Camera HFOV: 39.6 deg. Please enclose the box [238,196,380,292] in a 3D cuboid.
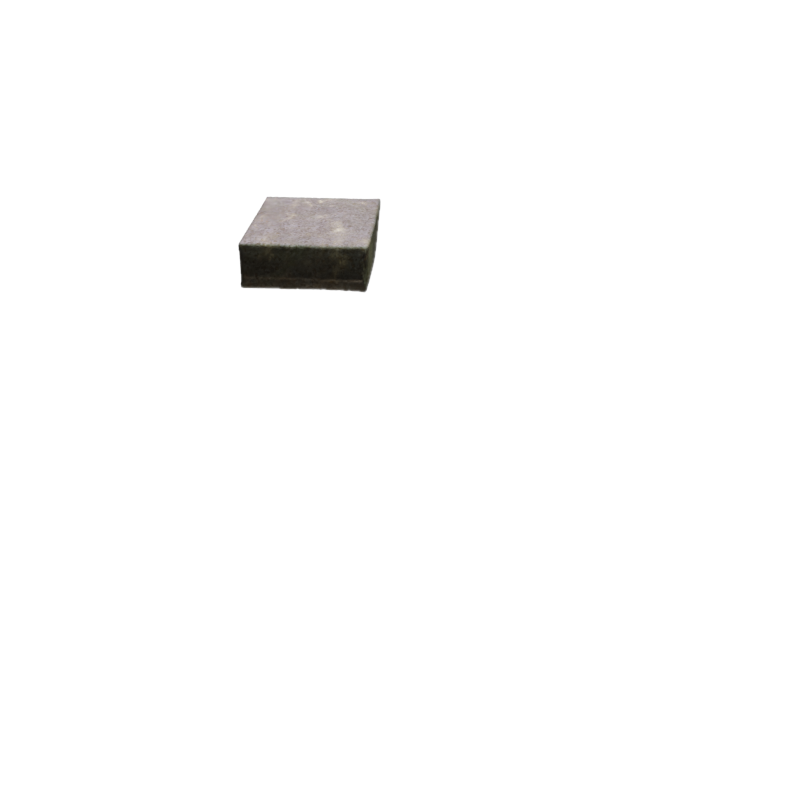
[{"bbox_3d":[-0.063,-0.115,0.807,0.091,0.037,0.118,2,24,5],"label":"box"}]
